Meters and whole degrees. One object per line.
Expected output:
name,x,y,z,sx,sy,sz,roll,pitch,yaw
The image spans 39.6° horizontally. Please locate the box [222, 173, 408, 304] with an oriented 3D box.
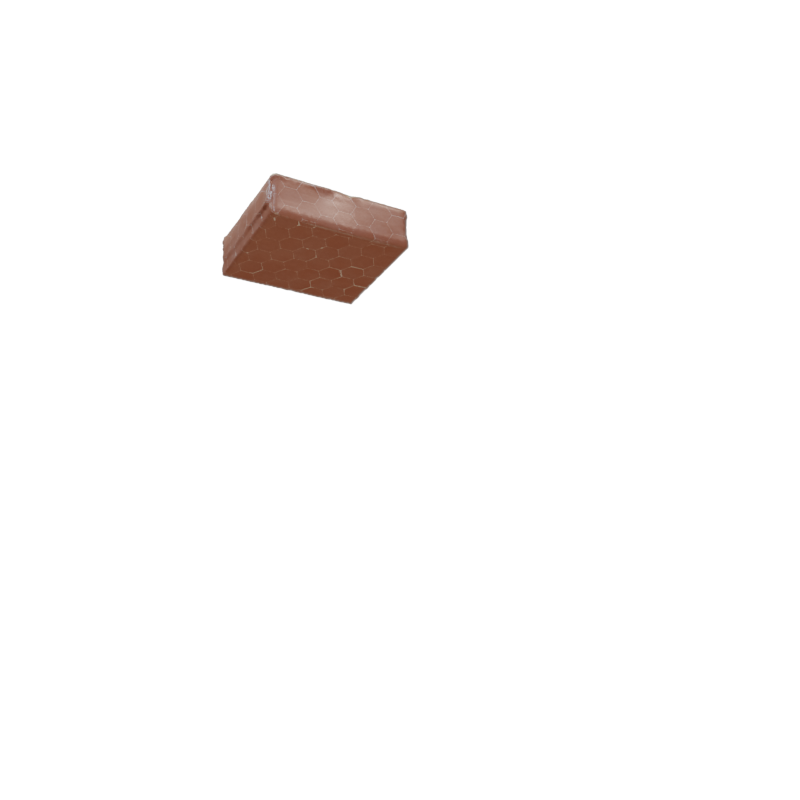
box,-0.051,-0.093,0.651,0.086,0.032,0.071,13,-31,-23
